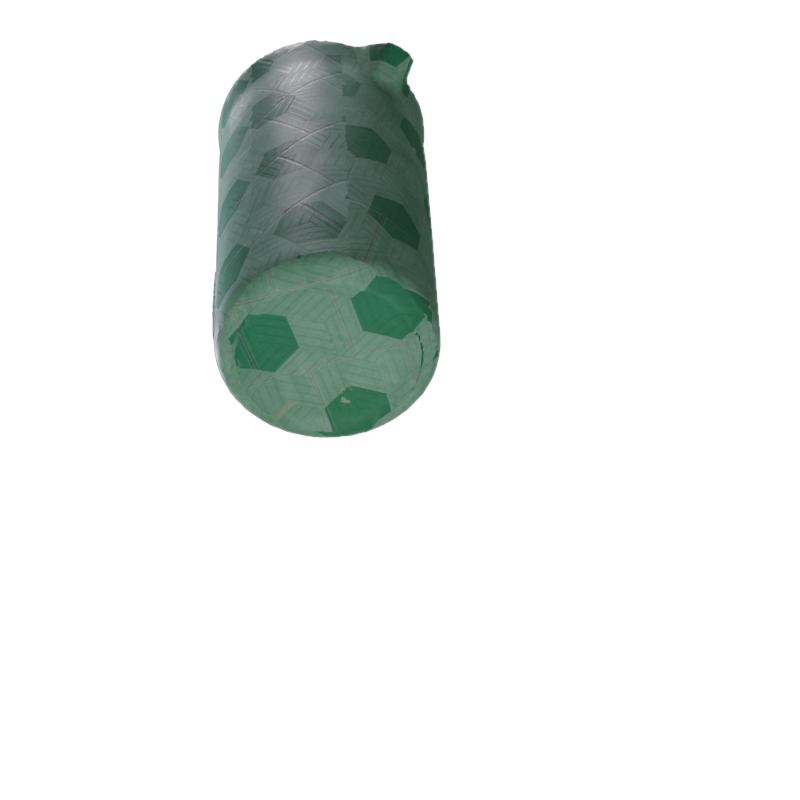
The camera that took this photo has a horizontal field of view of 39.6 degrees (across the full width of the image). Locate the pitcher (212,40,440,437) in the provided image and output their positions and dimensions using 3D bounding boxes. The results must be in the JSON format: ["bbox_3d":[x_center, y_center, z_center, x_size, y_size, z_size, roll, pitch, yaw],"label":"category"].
[{"bbox_3d":[-0.049,-0.089,0.623,0.145,0.139,0.260,-7,36,2],"label":"pitcher"}]
